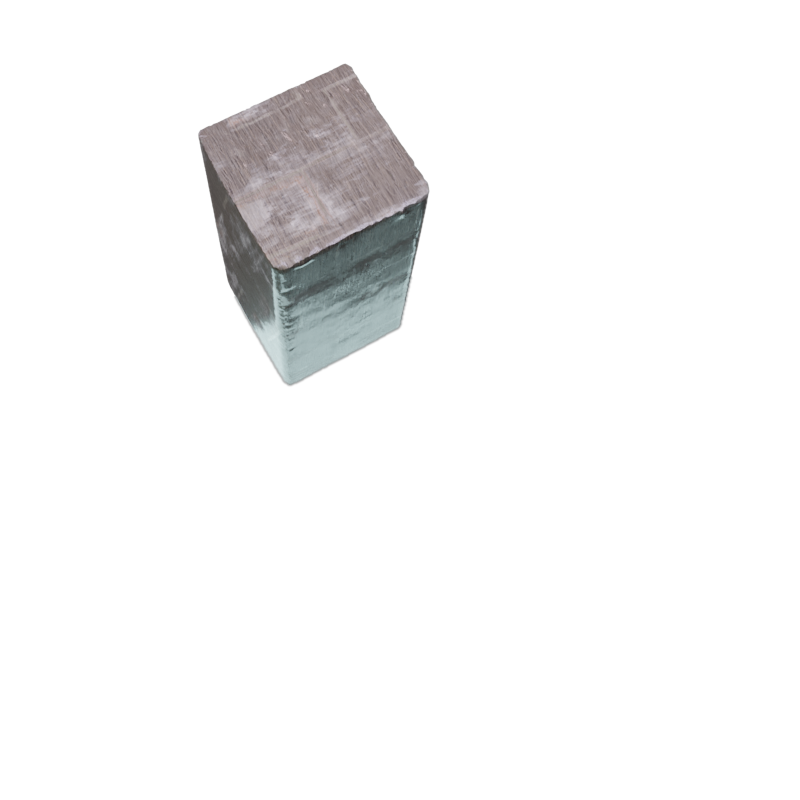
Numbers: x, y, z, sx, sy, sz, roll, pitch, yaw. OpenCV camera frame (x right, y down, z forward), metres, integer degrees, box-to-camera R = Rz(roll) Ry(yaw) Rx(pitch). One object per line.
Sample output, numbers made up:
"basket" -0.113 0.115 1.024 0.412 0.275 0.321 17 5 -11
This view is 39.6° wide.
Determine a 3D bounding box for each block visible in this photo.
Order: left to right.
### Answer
"block" -0.051 -0.092 0.649 0.090 0.094 0.197 -28 -14 -11
